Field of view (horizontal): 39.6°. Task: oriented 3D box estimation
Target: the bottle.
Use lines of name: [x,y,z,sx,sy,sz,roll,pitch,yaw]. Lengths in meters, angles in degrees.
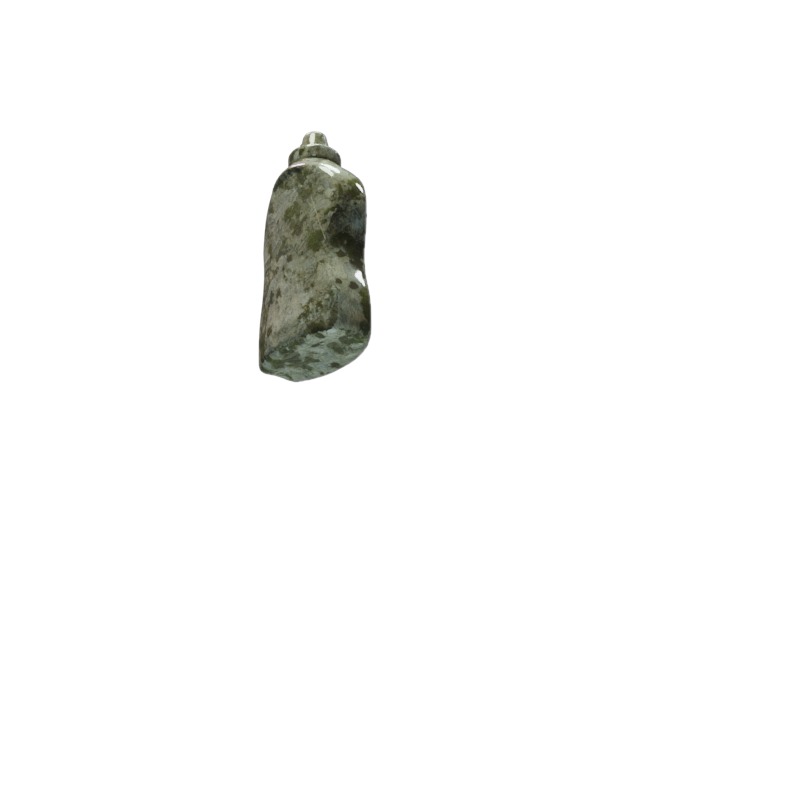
bottle: [-0.064,-0.117,0.818,0.055,0.204,0.095,19,-35,-33]
